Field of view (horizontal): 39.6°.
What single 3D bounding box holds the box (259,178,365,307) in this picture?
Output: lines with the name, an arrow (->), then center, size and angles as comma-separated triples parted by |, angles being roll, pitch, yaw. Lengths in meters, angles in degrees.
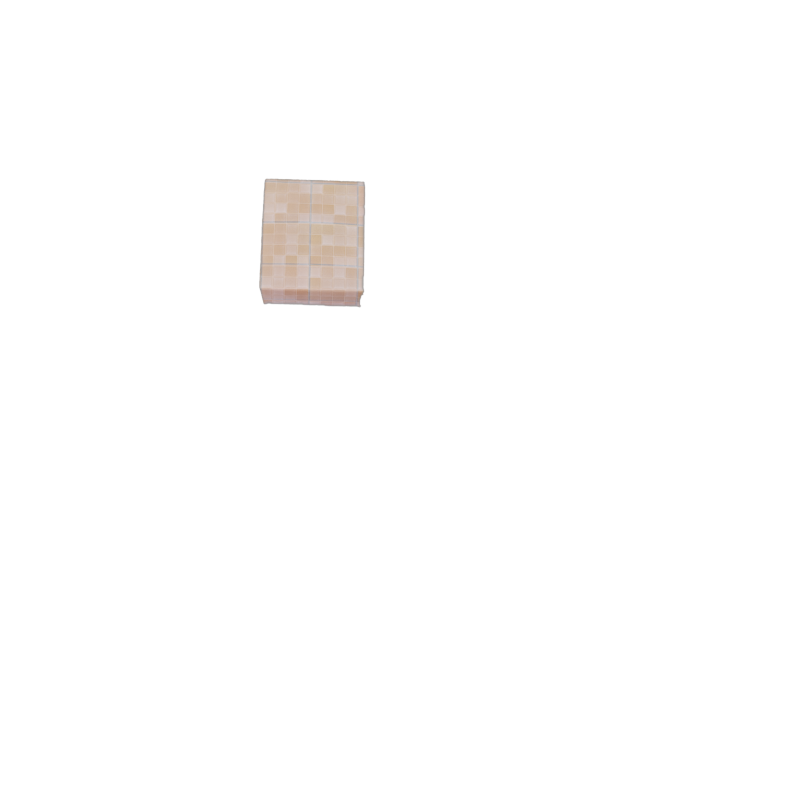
box -> -0.076, -0.139, 0.975 | 0.090, 0.120, 0.037 | 0, -24, 0
